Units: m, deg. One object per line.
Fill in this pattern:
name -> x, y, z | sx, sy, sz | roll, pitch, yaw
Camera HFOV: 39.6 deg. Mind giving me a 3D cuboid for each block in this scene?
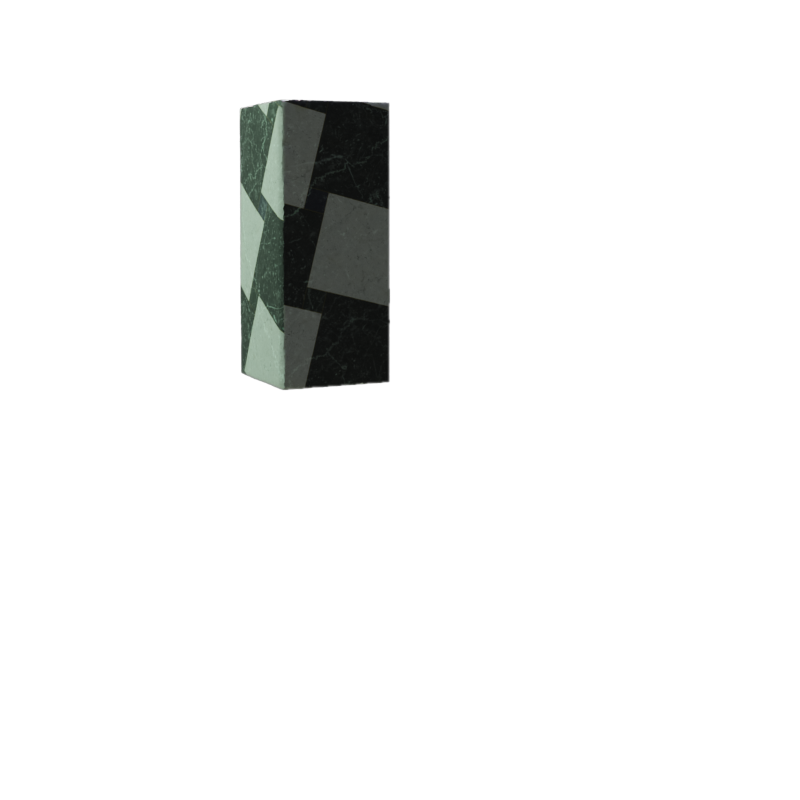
block -> -0.065, -0.119, 0.837 | 0.088, 0.205, 0.093 | -2, 4, -26
